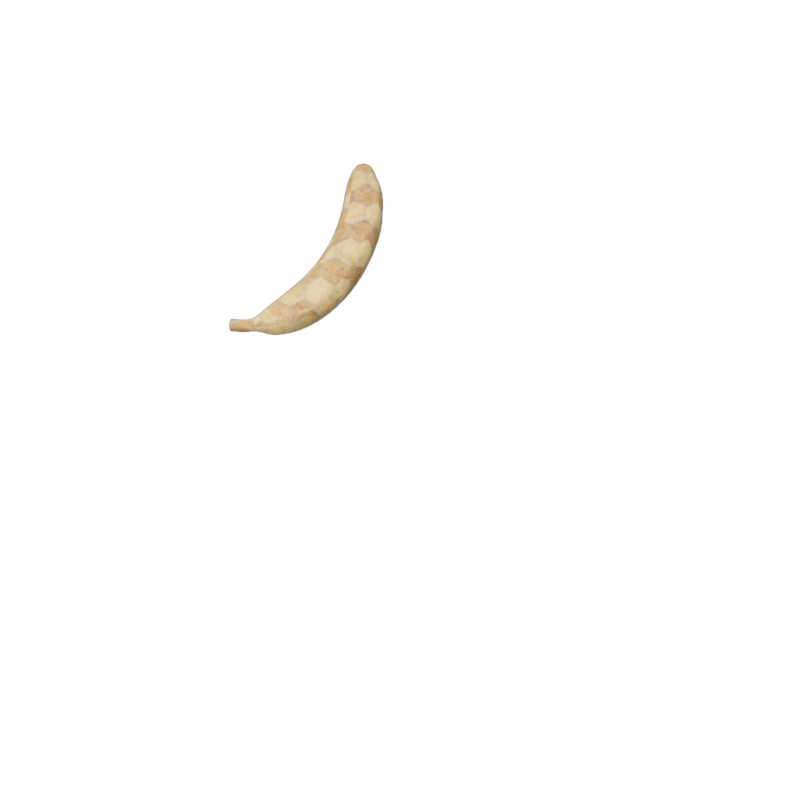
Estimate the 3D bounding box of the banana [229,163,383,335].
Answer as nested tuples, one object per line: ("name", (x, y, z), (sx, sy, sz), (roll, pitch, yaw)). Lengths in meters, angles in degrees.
("banana", (-0.060, -0.121, 0.929), (0.072, 0.203, 0.034), (29, -26, 15))
